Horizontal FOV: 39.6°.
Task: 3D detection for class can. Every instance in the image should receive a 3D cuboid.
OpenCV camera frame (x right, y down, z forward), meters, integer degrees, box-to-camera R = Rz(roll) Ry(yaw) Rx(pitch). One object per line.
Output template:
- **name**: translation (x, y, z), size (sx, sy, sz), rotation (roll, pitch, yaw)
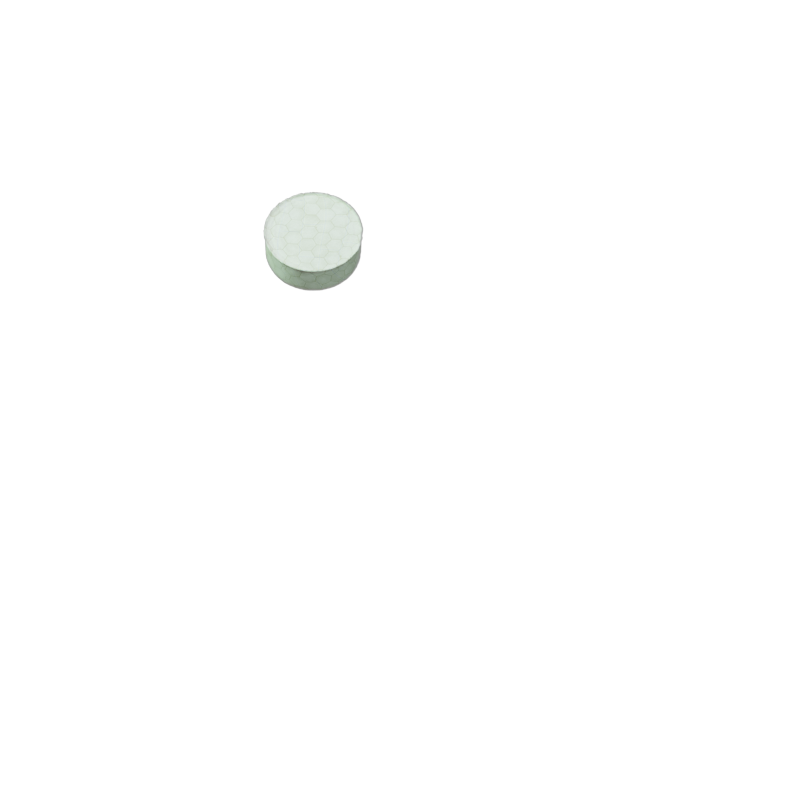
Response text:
- **can**: translation (-0.076, -0.138, 0.968), size (0.086, 0.092, 0.031), rotation (-1, -34, -1)
